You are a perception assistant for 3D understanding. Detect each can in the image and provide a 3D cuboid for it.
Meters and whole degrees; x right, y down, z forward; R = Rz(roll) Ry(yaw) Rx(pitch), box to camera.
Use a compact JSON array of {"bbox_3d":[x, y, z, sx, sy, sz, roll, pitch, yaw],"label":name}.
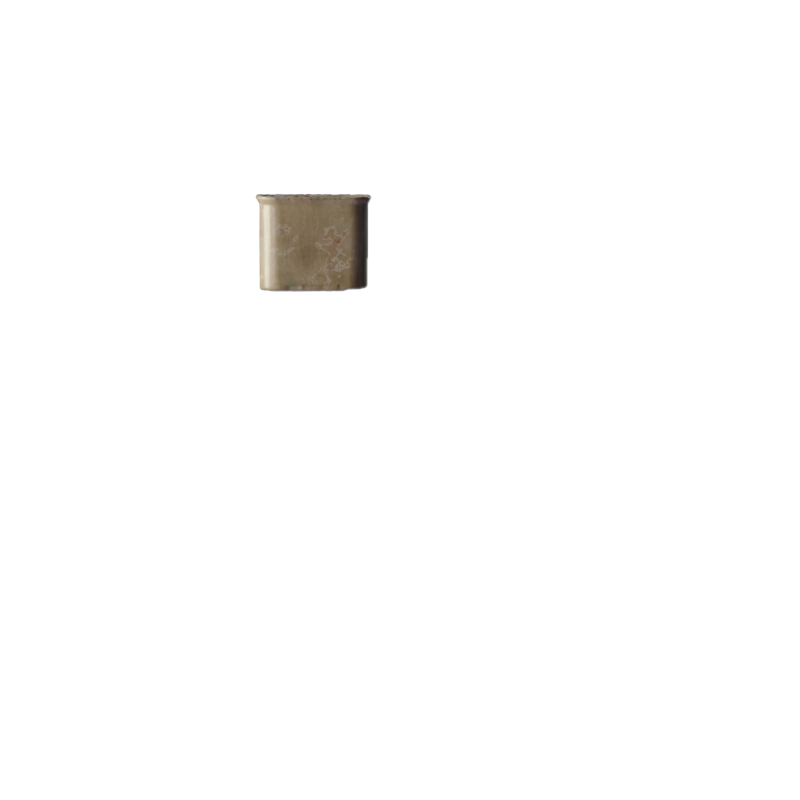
[{"bbox_3d":[-0.077,-0.141,0.988,0.102,0.083,0.059,0,7,-3],"label":"can"}]
